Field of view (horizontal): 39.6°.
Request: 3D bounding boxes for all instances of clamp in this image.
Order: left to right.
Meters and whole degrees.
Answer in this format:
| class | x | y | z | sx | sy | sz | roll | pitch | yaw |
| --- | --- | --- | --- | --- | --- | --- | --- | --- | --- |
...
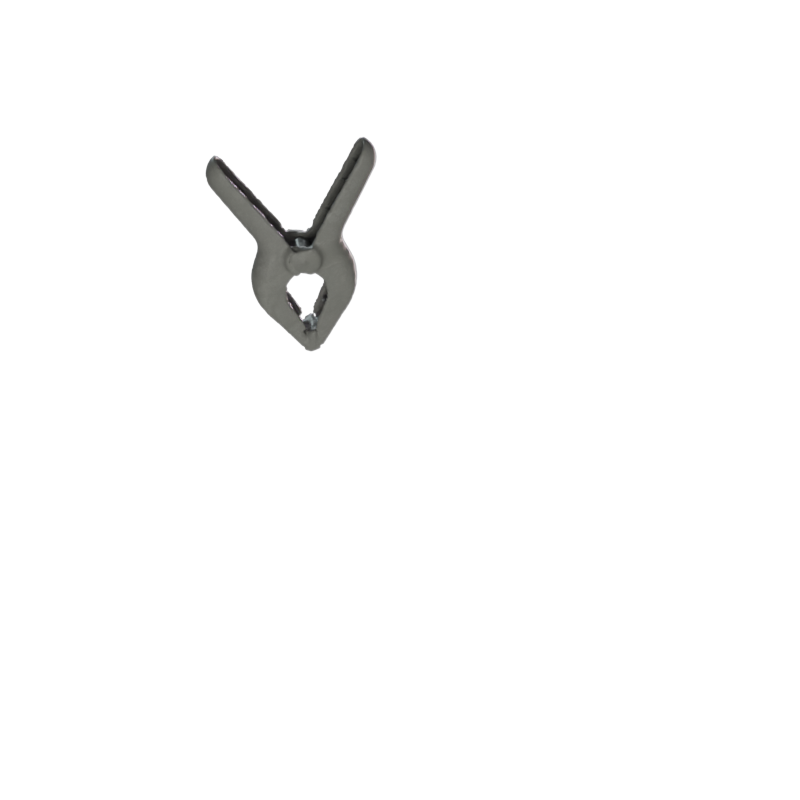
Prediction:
| class | x | y | z | sx | sy | sz | roll | pitch | yaw |
| --- | --- | --- | --- | --- | --- | --- | --- | --- | --- |
| clamp | -0.064 | -0.117 | 0.817 | 0.121 | 0.159 | 0.042 | -11 | 34 | 7 |
